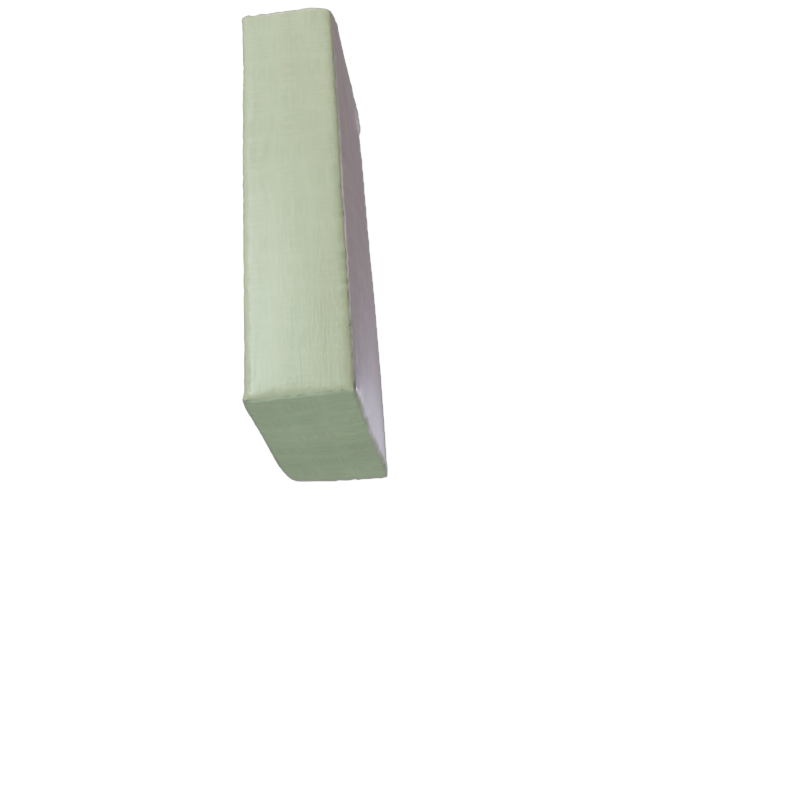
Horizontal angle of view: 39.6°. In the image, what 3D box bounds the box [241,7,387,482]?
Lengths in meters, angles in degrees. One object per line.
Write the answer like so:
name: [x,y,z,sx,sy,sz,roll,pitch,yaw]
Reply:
box: [-0.035,-0.065,0.454,0.048,0.187,0.087,-5,-28,5]
